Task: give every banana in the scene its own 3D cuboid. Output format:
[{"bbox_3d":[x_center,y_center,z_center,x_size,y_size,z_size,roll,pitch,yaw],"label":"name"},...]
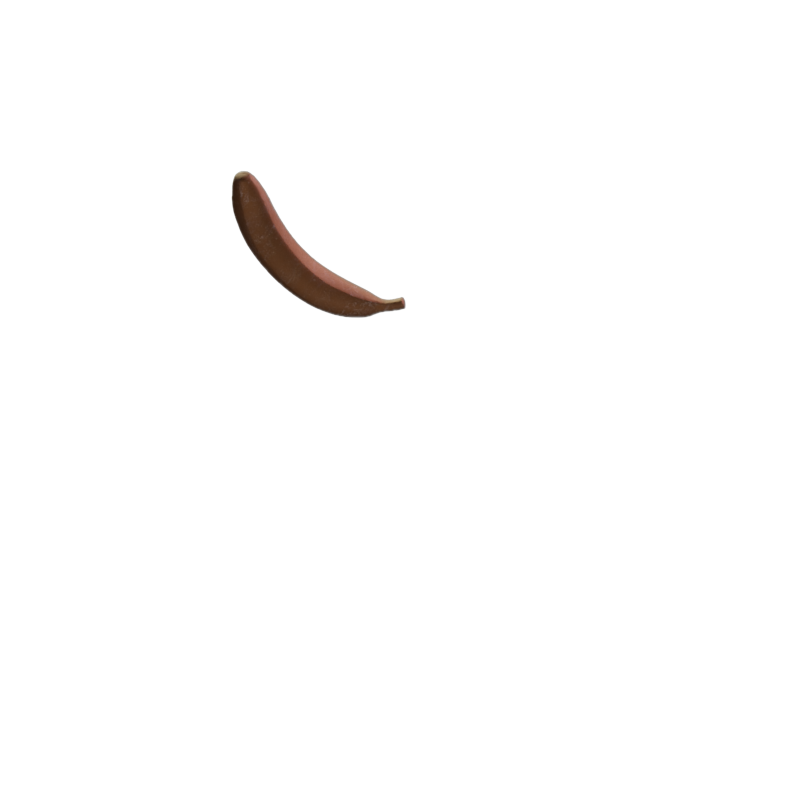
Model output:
[{"bbox_3d":[-0.086,-0.126,0.980,0.187,0.069,0.039,36,28,-24],"label":"banana"}]
